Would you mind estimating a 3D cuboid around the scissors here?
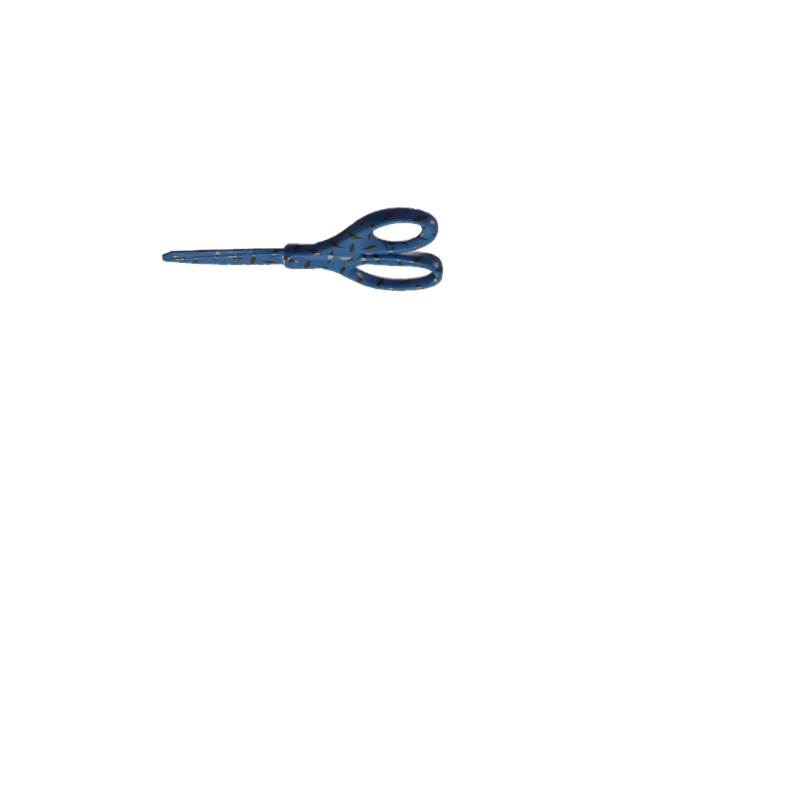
[{"bbox_3d":[-0.061,-0.112,0.781,0.198,0.017,0.092,8,-33,-12],"label":"scissors"}]
